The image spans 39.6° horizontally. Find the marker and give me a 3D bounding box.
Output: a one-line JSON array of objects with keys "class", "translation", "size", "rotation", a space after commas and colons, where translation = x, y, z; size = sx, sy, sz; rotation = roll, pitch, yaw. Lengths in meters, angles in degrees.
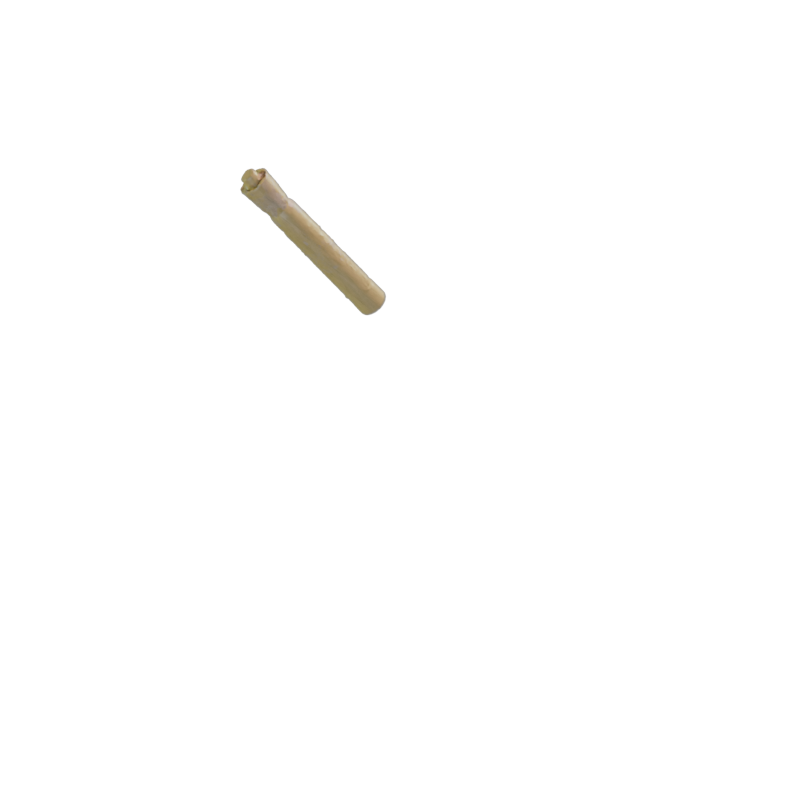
[{"class": "marker", "translation": [-0.050, -0.092, 0.642], "size": [0.021, 0.020, 0.113], "rotation": [3, -33, 50]}]
